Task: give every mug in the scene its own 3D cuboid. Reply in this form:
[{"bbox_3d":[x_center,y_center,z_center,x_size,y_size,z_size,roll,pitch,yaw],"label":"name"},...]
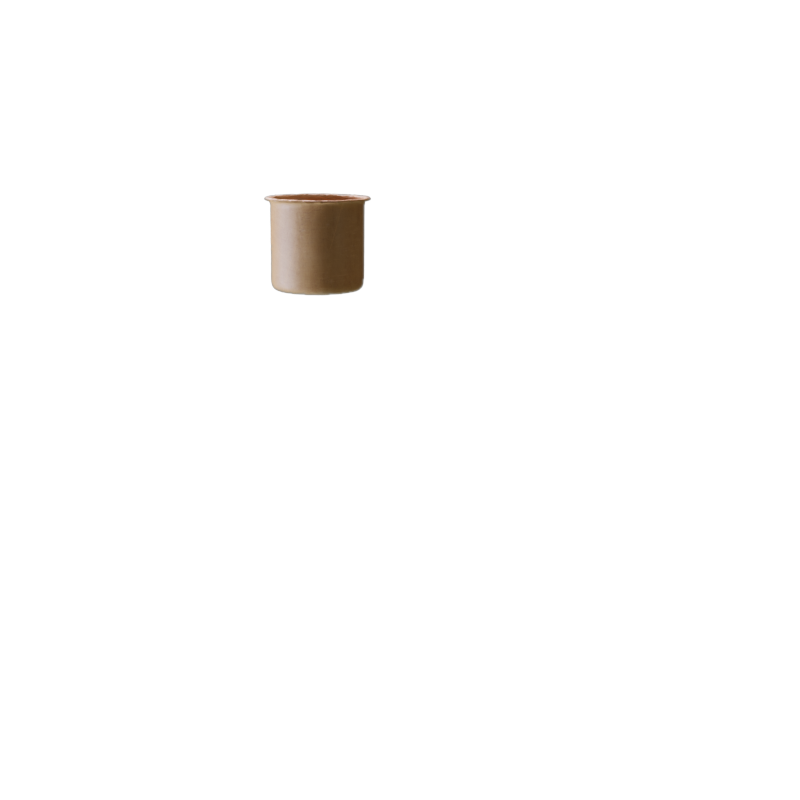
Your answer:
[{"bbox_3d":[-0.077,-0.140,0.979,0.091,0.080,0.122,-4,12,-20],"label":"mug"}]
